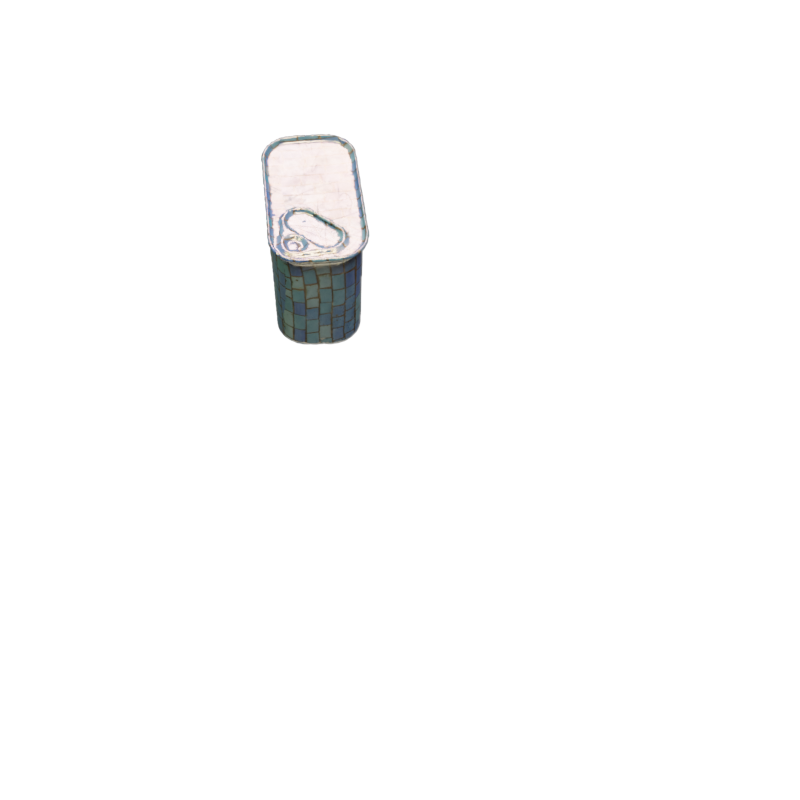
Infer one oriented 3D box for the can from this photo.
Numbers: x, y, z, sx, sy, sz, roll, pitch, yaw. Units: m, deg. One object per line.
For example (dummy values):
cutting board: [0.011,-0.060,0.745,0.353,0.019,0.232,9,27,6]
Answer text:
can: [-0.053,-0.096,0.673,0.057,0.110,0.078,-4,-38,-6]
